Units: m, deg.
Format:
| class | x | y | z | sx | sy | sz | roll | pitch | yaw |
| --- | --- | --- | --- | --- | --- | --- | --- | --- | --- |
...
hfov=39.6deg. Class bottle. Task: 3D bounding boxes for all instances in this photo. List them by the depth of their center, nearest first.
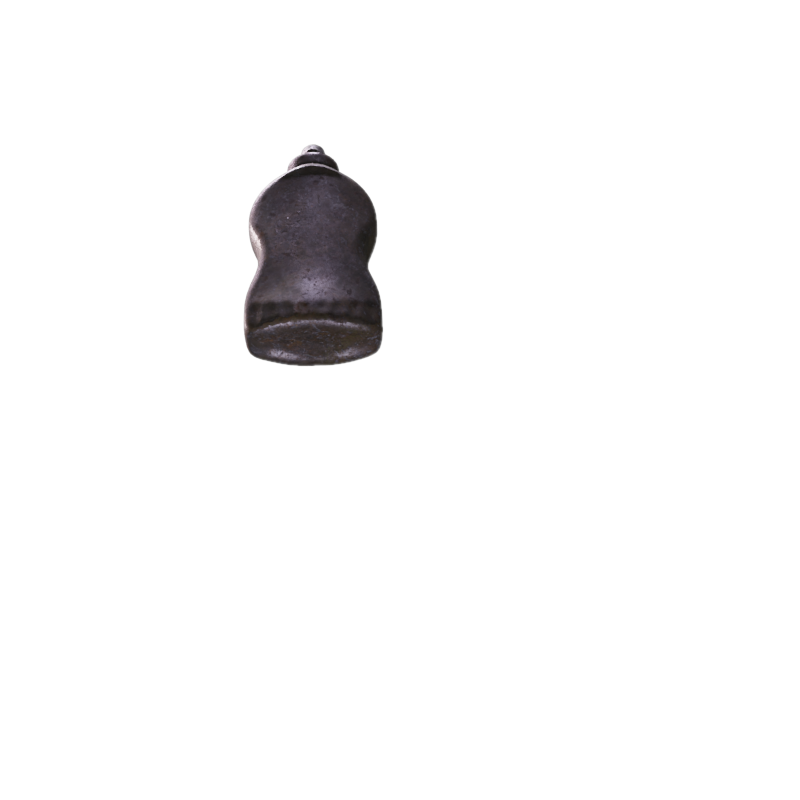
| class | x | y | z | sx | sy | sz | roll | pitch | yaw |
| --- | --- | --- | --- | --- | --- | --- | --- | --- | --- |
| bottle | -0.064 | -0.118 | 0.822 | 0.096 | 0.206 | 0.054 | -4 | -39 | 1 |
